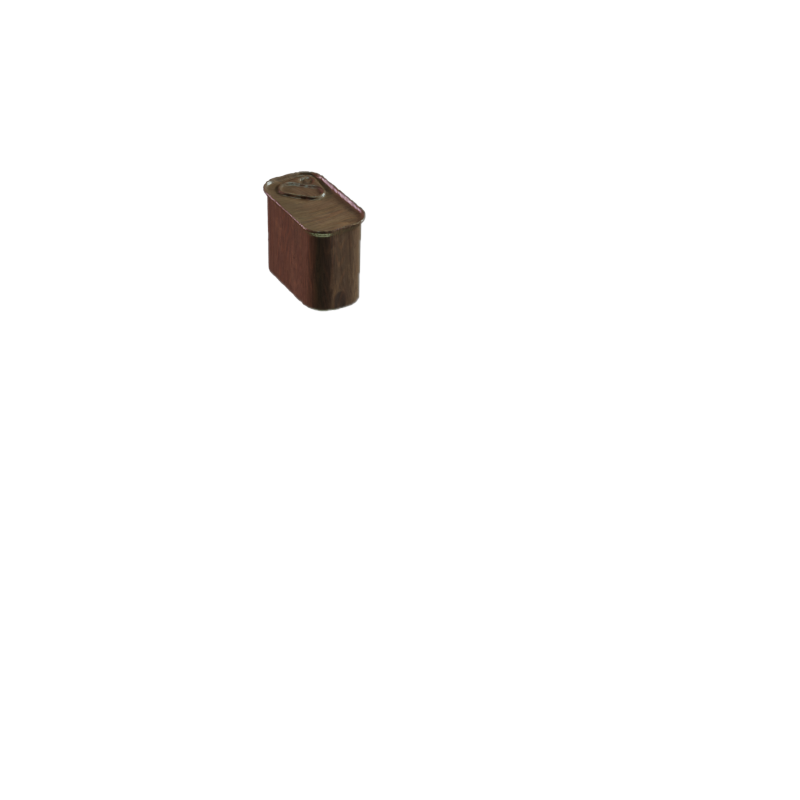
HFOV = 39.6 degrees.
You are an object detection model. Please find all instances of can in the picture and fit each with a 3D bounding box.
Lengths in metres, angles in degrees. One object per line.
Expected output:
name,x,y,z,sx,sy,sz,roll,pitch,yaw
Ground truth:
can,-0.074,-0.136,0.950,0.057,0.078,0.110,-18,41,-26
